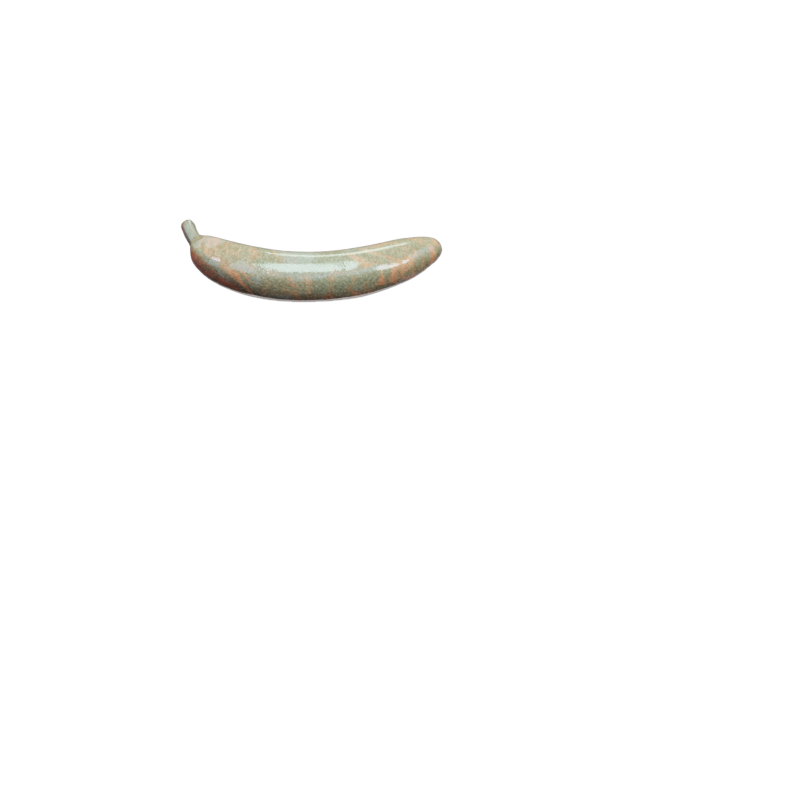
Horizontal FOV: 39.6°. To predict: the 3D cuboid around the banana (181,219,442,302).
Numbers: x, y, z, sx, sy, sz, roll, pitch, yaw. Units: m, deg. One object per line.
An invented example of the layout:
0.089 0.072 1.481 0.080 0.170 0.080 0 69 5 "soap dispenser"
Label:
-0.070 -0.101 0.810 0.199 0.074 0.034 6 -33 4 "banana"
